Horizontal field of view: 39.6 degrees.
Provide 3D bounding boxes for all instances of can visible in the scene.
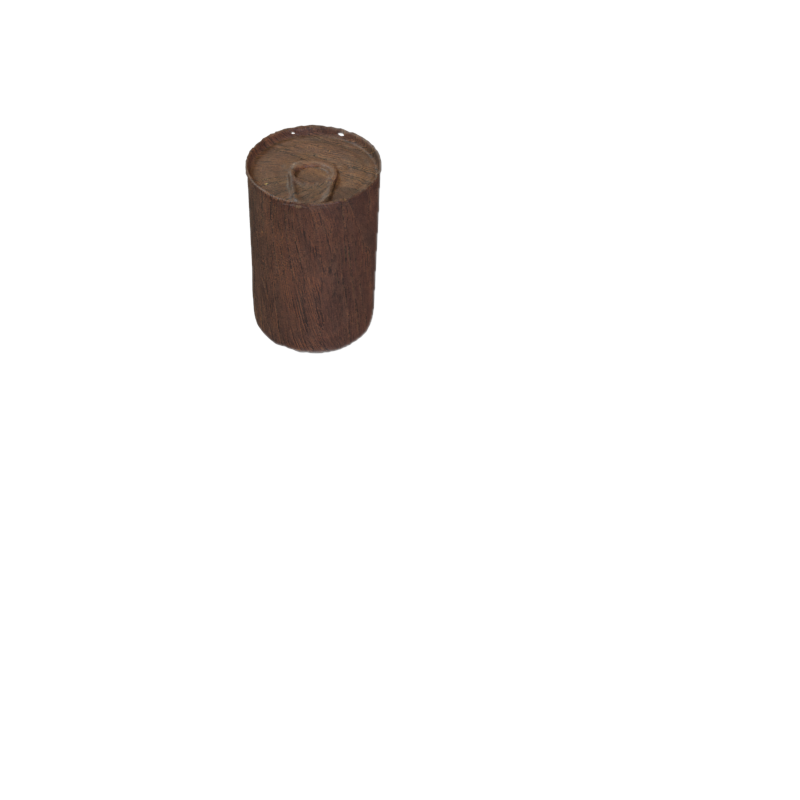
[{"bbox_3d":[-0.045,-0.083,0.581,0.068,0.095,0.074,0,43,-3],"label":"can"}]
